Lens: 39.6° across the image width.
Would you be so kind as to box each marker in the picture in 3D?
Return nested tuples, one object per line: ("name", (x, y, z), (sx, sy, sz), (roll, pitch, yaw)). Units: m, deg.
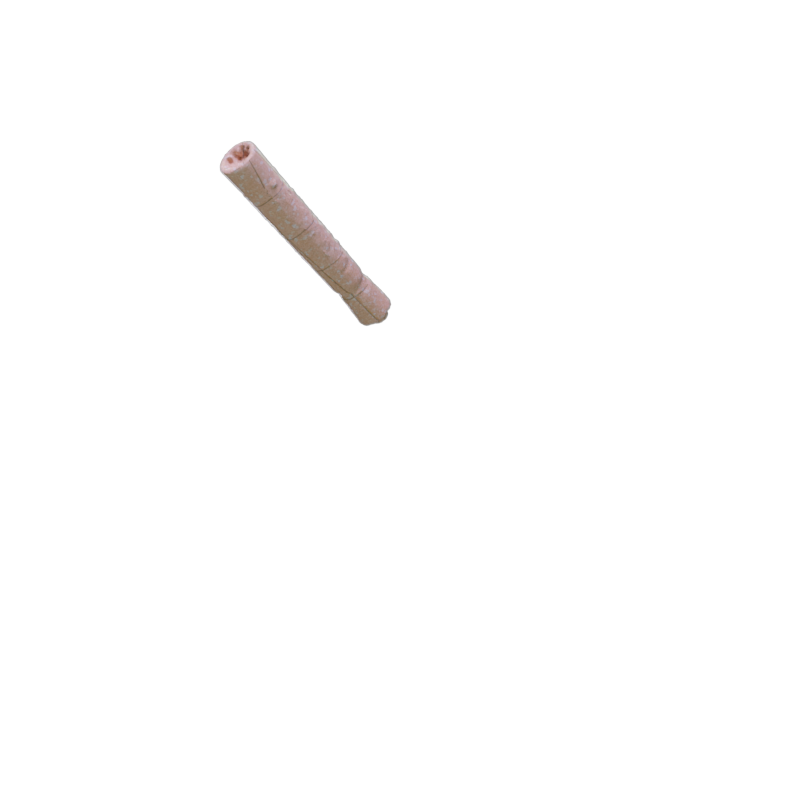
("marker", (-0.040, -0.073, 0.511), (0.021, 0.020, 0.112), (3, -33, 43))
